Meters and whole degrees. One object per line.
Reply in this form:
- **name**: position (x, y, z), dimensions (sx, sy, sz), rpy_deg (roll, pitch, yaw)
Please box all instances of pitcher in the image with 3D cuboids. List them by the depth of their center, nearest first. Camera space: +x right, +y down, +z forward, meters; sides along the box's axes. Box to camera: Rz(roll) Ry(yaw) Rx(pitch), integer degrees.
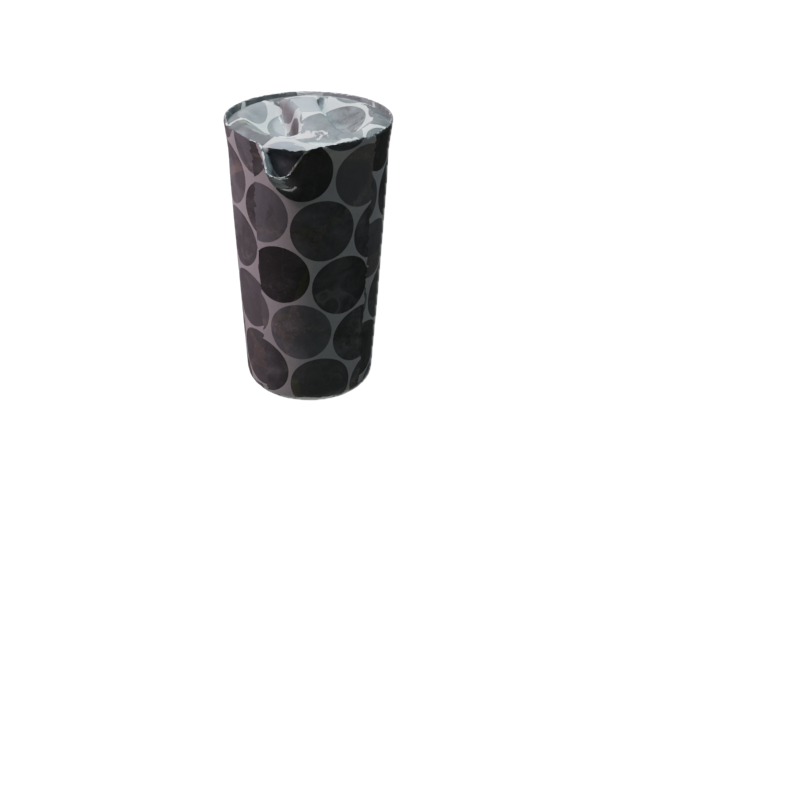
- **pitcher**: position (-0.073, -0.133, 0.929), dimensions (0.147, 0.229, 0.156), rpy_deg (-16, 33, -29)
